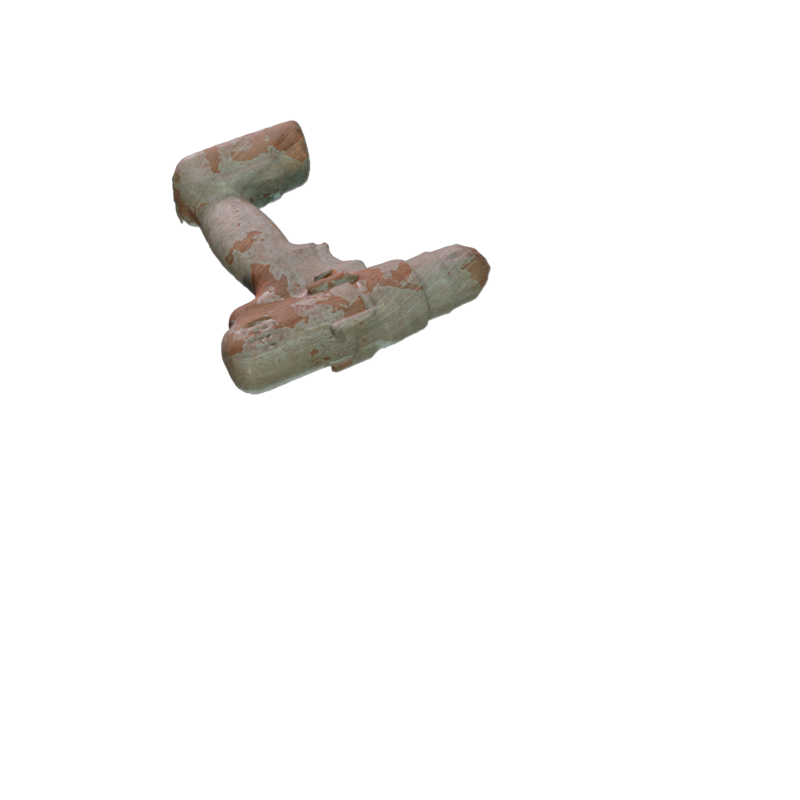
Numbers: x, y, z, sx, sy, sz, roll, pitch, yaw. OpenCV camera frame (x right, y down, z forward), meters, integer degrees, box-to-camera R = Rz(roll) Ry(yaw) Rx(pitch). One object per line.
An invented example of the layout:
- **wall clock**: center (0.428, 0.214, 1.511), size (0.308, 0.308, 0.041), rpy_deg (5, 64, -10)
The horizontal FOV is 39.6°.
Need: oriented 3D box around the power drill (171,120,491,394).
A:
- **power drill**: center (-0.058, -0.106, 0.744), size (0.183, 0.202, 0.053), rpy_deg (-22, -36, -18)
